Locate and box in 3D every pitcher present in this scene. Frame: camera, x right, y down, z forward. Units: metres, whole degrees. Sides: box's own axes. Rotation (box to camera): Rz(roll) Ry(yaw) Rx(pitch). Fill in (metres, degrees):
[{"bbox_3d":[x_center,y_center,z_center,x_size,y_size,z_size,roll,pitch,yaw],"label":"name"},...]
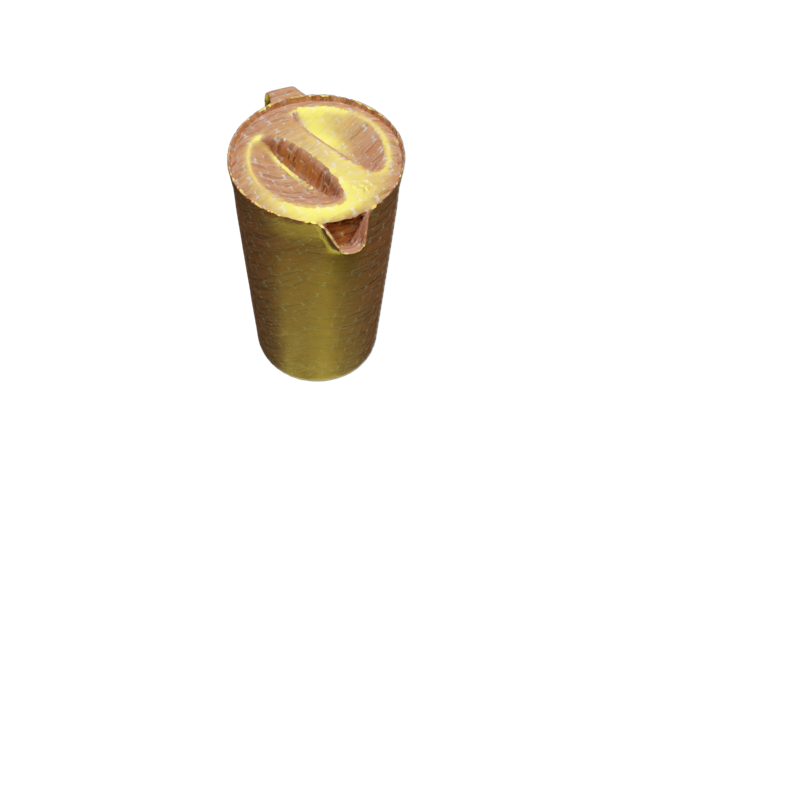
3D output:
[{"bbox_3d":[-0.072,-0.131,0.919,0.149,0.155,0.227,21,-34,11],"label":"pitcher"}]
